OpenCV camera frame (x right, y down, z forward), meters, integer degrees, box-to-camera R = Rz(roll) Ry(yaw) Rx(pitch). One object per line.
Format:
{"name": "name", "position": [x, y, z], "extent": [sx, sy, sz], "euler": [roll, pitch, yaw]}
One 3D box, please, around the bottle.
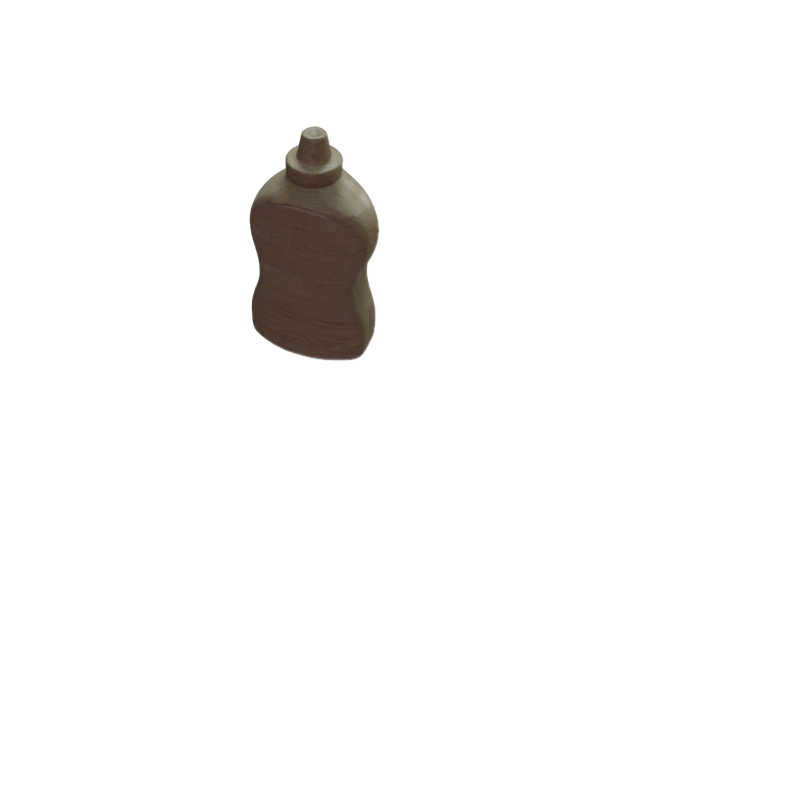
{"name": "bottle", "position": [-0.065, -0.119, 0.828], "extent": [0.099, 0.179, 0.061], "euler": [17, 44, 15]}
